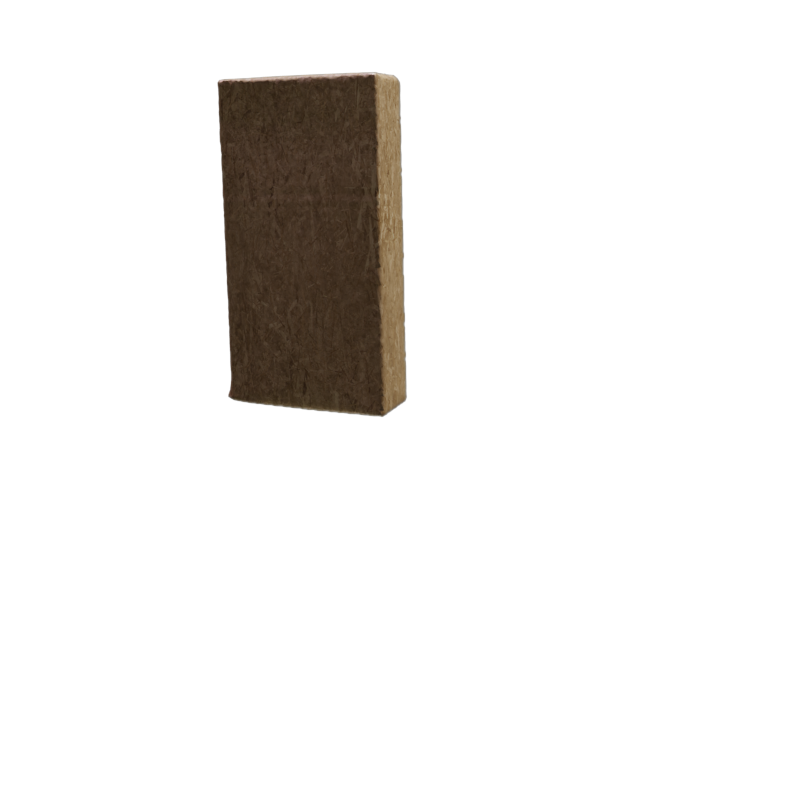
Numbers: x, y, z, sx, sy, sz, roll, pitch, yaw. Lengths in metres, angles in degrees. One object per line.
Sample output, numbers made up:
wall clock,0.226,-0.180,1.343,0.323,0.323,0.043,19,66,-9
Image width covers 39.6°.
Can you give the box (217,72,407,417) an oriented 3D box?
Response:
box,-0.046,-0.085,0.593,0.096,0.174,0.047,3,5,23
